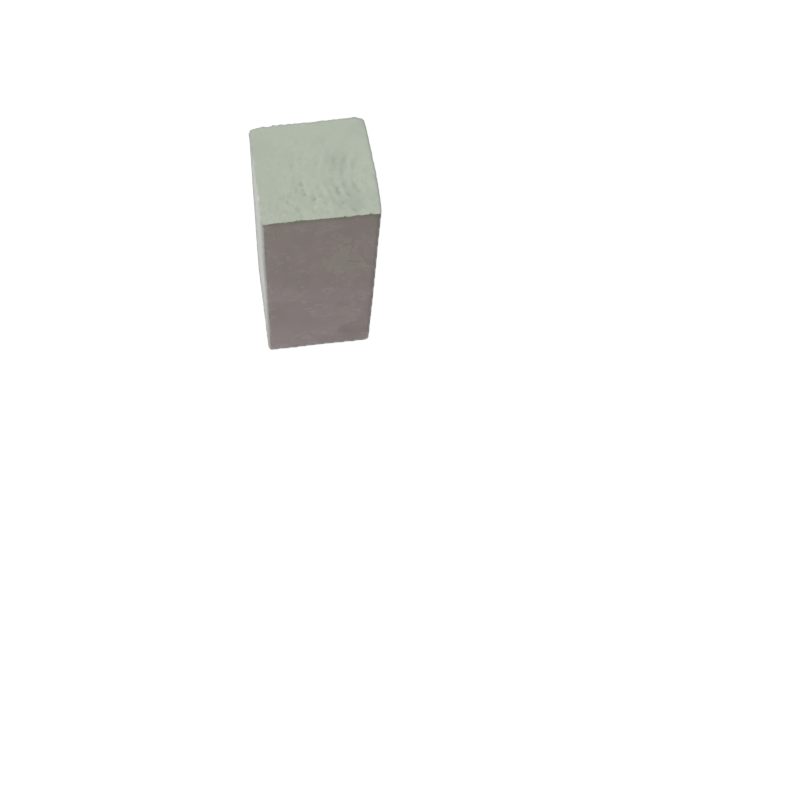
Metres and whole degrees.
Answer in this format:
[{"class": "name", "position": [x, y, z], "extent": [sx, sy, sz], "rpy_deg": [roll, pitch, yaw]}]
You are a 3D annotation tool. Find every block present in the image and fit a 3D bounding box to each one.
[{"class": "block", "position": [-0.071, -0.130, 0.904], "extent": [0.090, 0.096, 0.195], "rpy_deg": [-7, -25, -7]}]
